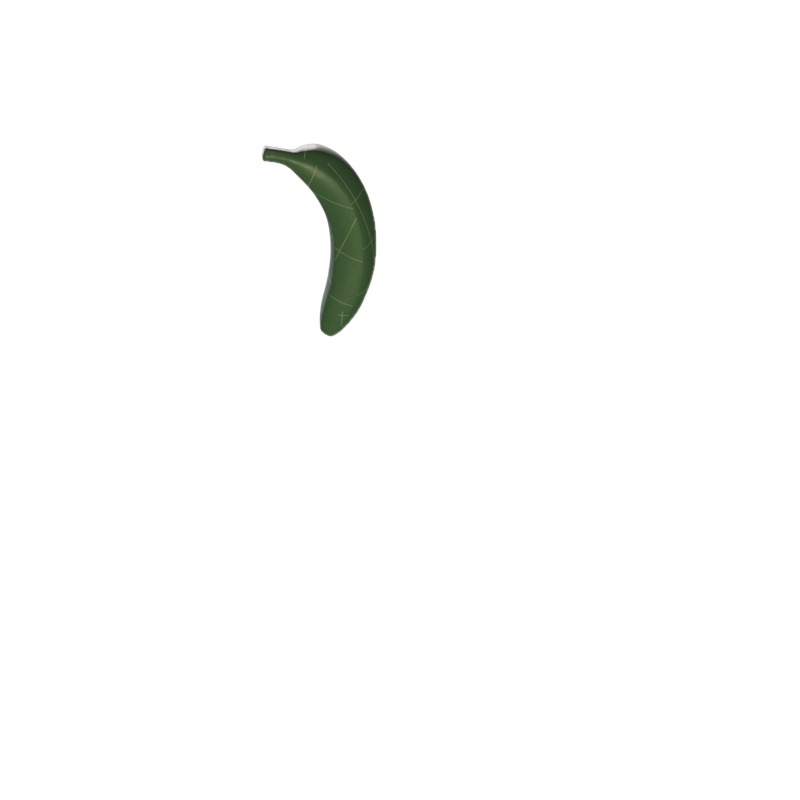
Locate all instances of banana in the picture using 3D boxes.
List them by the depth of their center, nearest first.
[{"bbox_3d":[-0.053,-0.134,0.894,0.070,0.183,0.039,-11,38,8],"label":"banana"}]
